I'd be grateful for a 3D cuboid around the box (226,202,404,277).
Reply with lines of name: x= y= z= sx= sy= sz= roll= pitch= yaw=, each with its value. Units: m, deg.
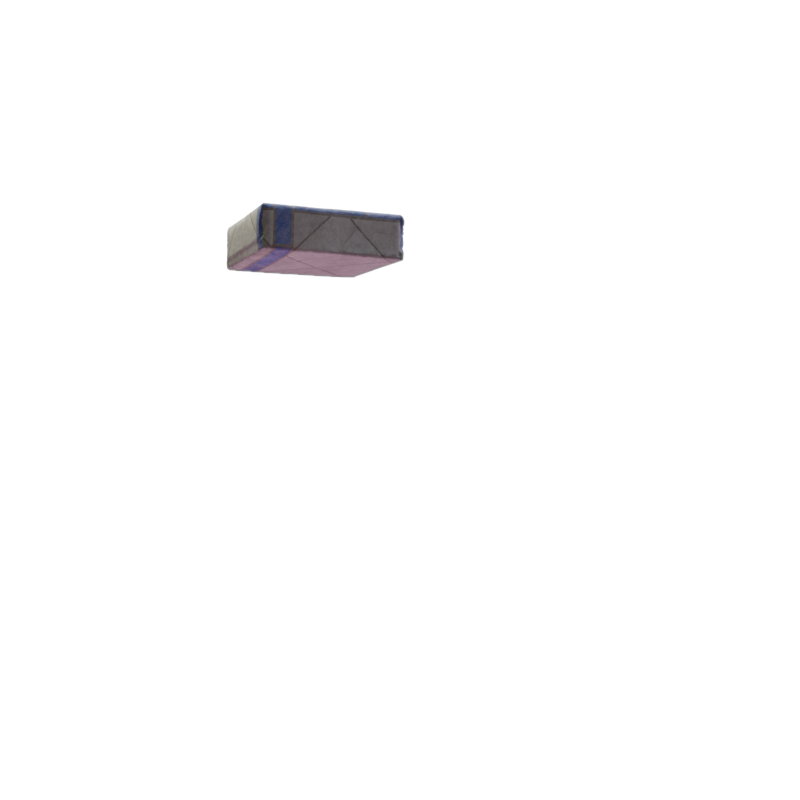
box: x=-0.052 y=-0.095 z=0.663 sx=0.087 sy=0.031 sz=0.074 roll=1 pitch=-4 yaw=-22
